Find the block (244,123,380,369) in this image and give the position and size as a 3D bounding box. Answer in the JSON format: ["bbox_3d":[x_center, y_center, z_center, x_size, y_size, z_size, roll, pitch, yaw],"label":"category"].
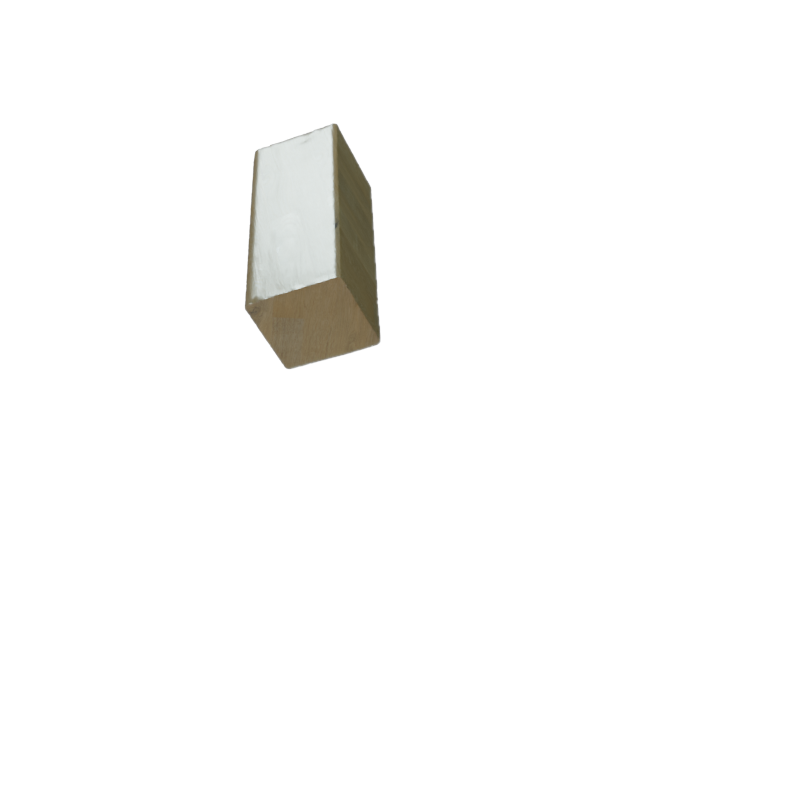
[{"bbox_3d":[-0.079,-0.142,0.999,0.091,0.221,0.084,-17,-45,14],"label":"block"}]
